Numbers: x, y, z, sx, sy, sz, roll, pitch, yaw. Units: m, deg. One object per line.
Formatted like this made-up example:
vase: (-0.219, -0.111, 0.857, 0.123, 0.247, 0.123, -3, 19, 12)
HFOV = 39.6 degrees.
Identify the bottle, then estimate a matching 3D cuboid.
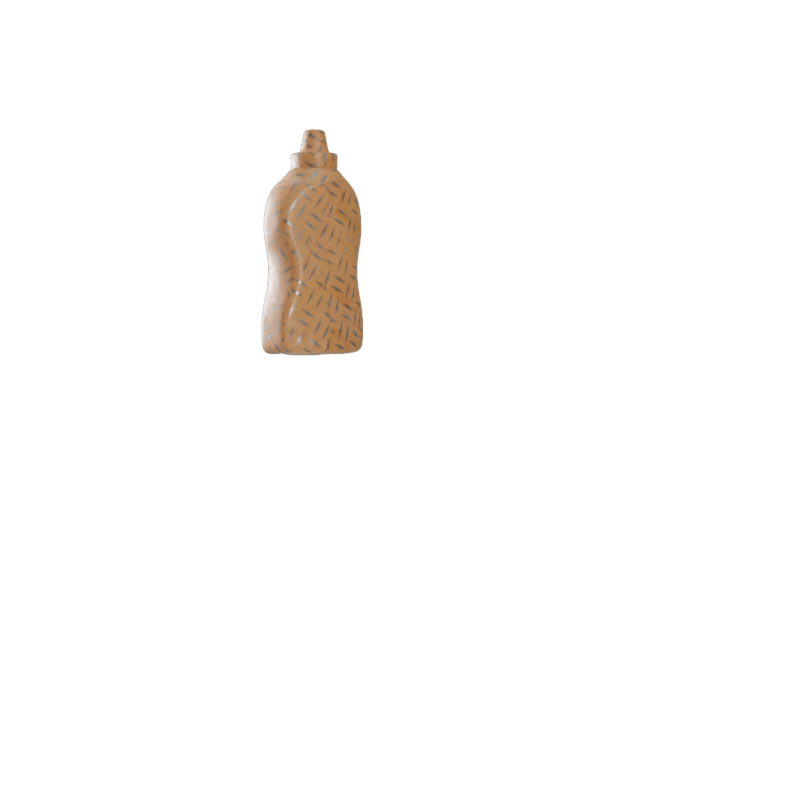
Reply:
bottle: (-0.074, -0.136, 0.951, 0.092, 0.193, 0.060, 1, -2, -44)
